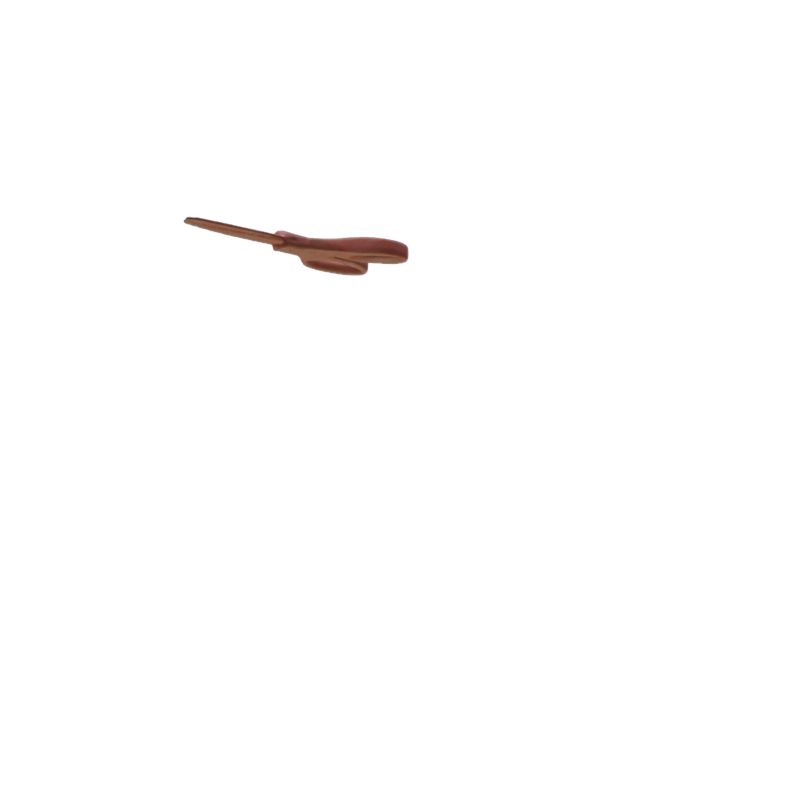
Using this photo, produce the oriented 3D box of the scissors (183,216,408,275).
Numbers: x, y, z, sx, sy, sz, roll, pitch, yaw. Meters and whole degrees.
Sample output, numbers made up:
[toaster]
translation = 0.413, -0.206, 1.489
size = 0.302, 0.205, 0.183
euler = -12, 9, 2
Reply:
[scissors]
translation = -0.065, -0.119, 0.830
size = 0.099, 0.016, 0.192
euler = -3, -6, 26
